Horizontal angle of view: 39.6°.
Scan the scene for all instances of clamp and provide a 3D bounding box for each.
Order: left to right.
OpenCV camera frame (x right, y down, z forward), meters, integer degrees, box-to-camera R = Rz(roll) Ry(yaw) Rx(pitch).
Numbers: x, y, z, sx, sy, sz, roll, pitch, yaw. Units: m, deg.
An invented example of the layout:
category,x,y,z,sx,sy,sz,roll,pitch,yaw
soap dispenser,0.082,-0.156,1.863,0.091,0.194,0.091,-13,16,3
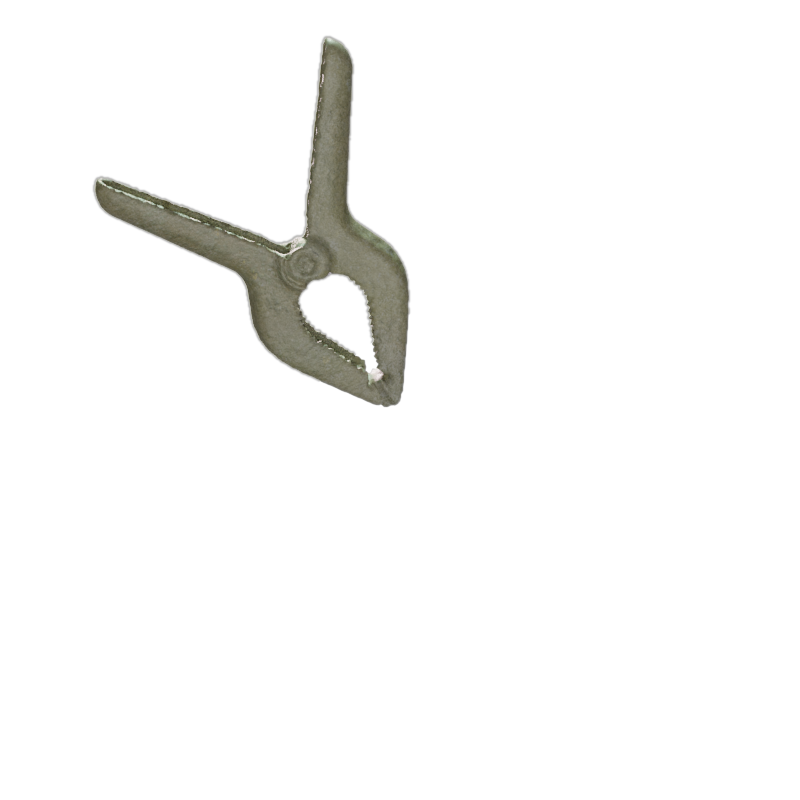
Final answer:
category,x,y,z,sx,sy,sz,roll,pitch,yaw
clamp,-0.050,-0.091,0.640,0.164,0.204,0.038,-37,11,8
